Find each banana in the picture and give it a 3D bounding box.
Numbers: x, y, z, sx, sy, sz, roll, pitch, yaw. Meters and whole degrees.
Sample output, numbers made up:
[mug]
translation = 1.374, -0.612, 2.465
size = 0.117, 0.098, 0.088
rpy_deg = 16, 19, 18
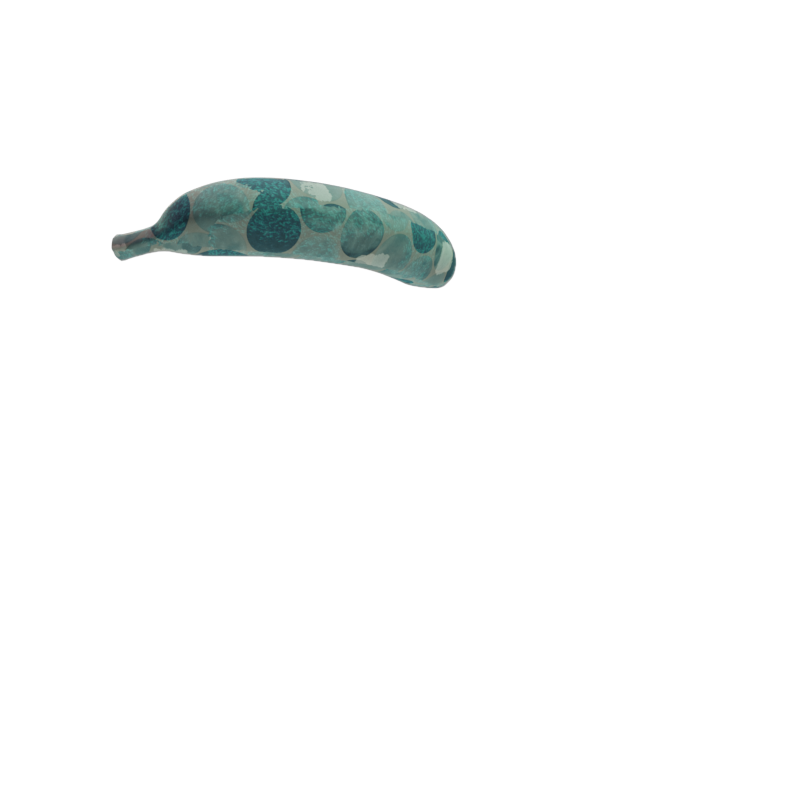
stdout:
[banana]
translation = -0.034, -0.079, 0.531
size = 0.189, 0.037, 0.071
rpy_deg = 3, -6, -36
